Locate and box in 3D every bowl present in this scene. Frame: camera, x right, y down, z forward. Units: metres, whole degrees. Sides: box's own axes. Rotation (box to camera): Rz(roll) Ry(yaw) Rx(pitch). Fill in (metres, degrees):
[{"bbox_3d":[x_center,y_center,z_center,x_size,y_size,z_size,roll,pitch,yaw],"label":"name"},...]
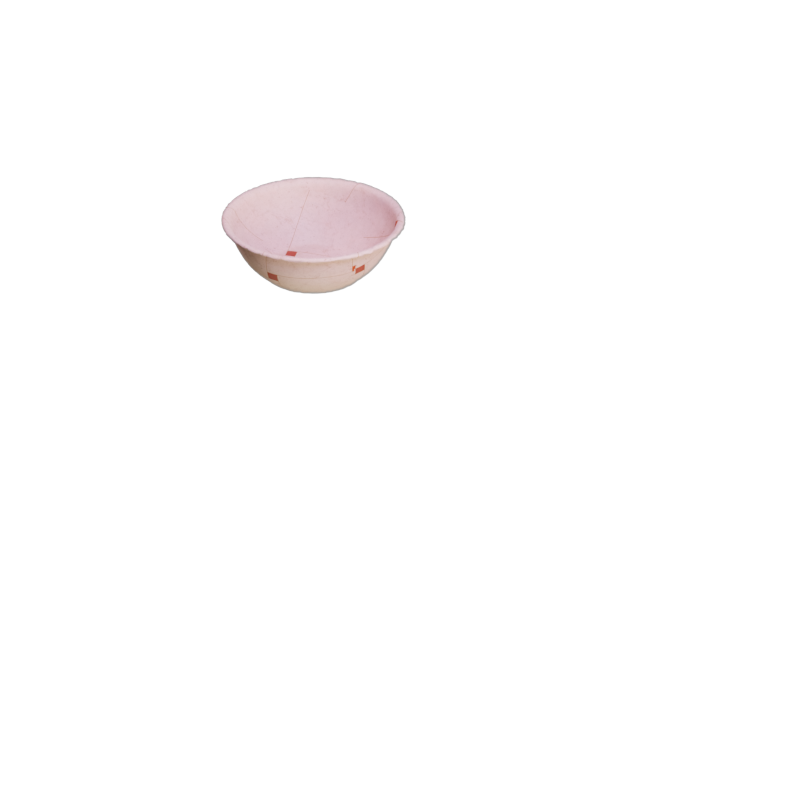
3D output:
[{"bbox_3d":[-0.077,-0.140,0.982,0.162,0.052,0.173,-1,34,-2],"label":"bowl"}]
